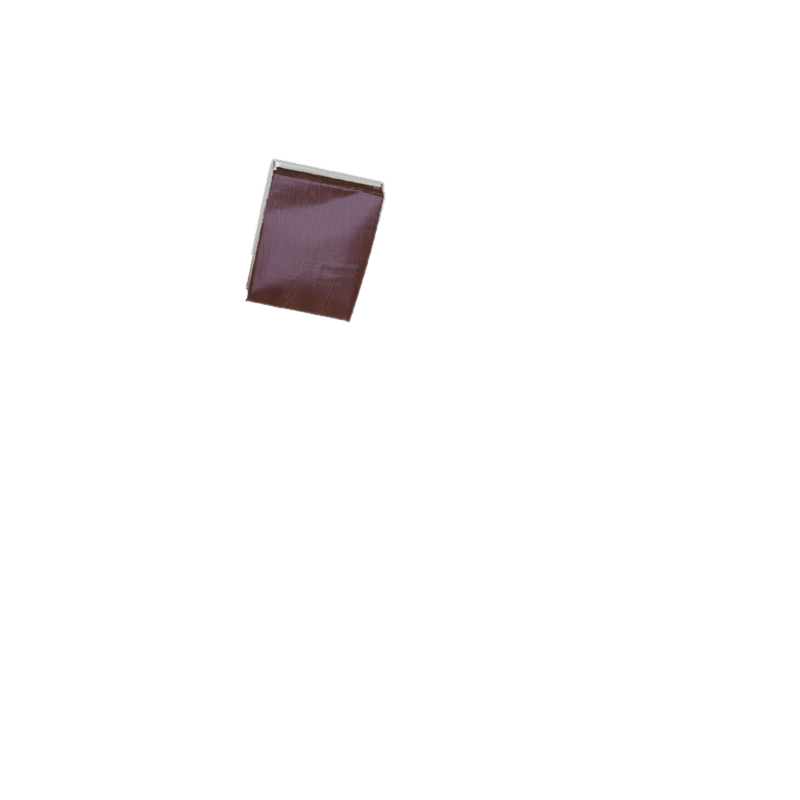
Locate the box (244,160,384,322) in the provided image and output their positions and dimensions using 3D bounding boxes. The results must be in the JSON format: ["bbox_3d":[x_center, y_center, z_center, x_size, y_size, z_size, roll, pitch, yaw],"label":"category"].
[{"bbox_3d":[-0.068,-0.125,0.872,0.089,0.110,0.041,13,18,-5],"label":"box"}]
